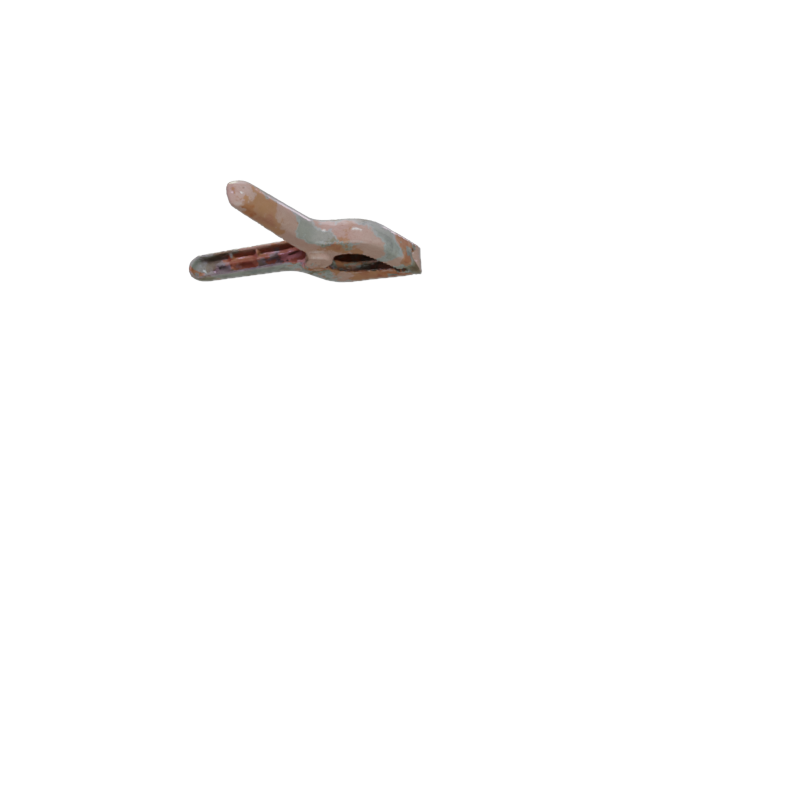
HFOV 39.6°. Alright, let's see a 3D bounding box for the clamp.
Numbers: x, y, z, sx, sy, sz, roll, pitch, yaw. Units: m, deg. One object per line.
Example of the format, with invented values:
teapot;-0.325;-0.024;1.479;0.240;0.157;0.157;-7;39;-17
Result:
clamp;-0.078;-0.141;0.991;0.207;0.038;0.159;4;-20;-11
